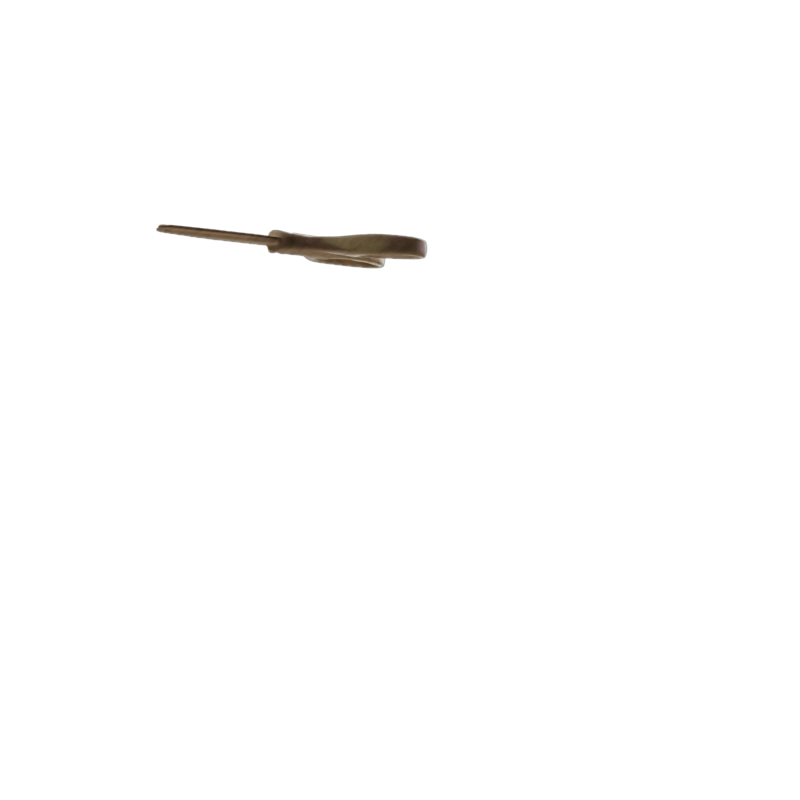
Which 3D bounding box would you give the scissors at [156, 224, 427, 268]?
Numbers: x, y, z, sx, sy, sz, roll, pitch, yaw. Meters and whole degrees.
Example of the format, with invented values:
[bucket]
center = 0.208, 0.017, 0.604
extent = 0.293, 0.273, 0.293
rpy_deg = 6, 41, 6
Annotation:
[scissors]
center = -0.057, -0.104, 0.728
extent = 0.099, 0.016, 0.193
rpy_deg = 0, 0, 32
